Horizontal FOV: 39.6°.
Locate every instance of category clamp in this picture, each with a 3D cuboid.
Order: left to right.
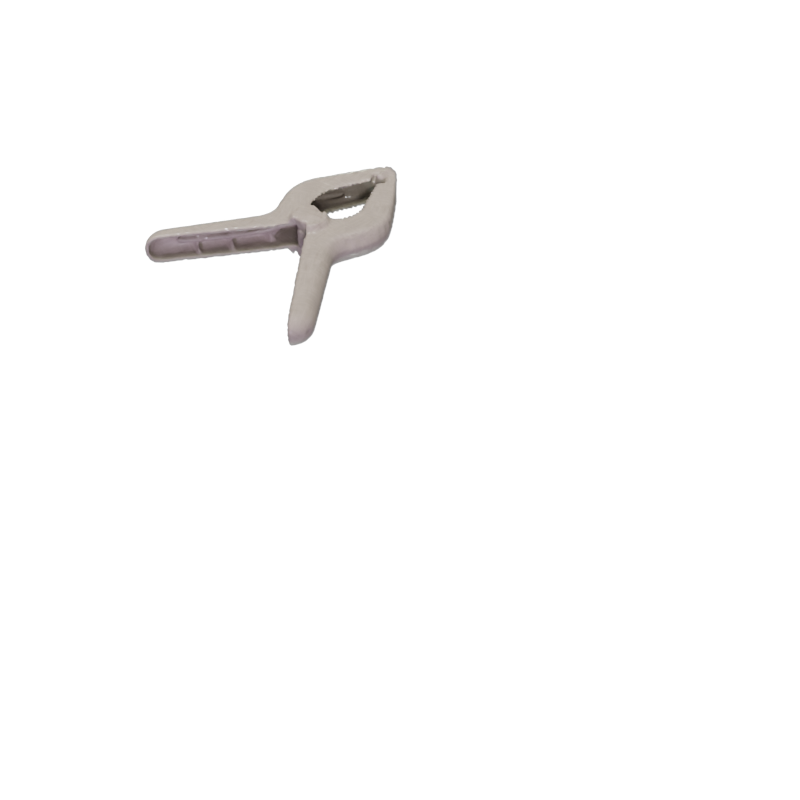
[{"bbox_3d":[-0.067,-0.122,0.855,0.210,0.034,0.176,-30,49,-31],"label":"clamp"}]
